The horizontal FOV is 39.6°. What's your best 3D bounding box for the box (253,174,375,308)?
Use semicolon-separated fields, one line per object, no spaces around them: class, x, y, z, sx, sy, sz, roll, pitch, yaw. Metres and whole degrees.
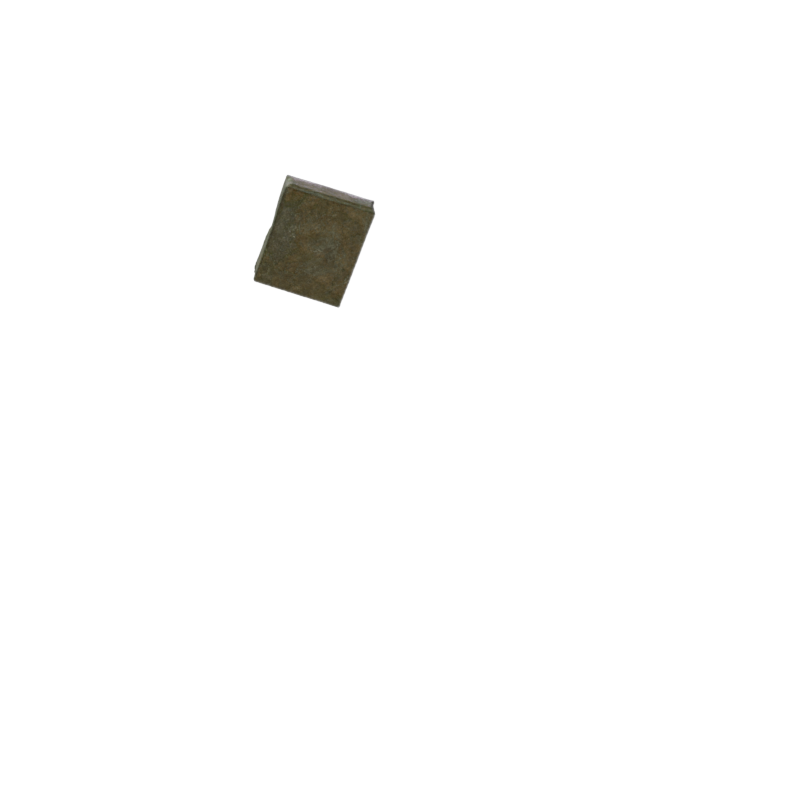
box;-0.068;-0.125;0.874;0.072;0.086;0.032;17;26;-9
